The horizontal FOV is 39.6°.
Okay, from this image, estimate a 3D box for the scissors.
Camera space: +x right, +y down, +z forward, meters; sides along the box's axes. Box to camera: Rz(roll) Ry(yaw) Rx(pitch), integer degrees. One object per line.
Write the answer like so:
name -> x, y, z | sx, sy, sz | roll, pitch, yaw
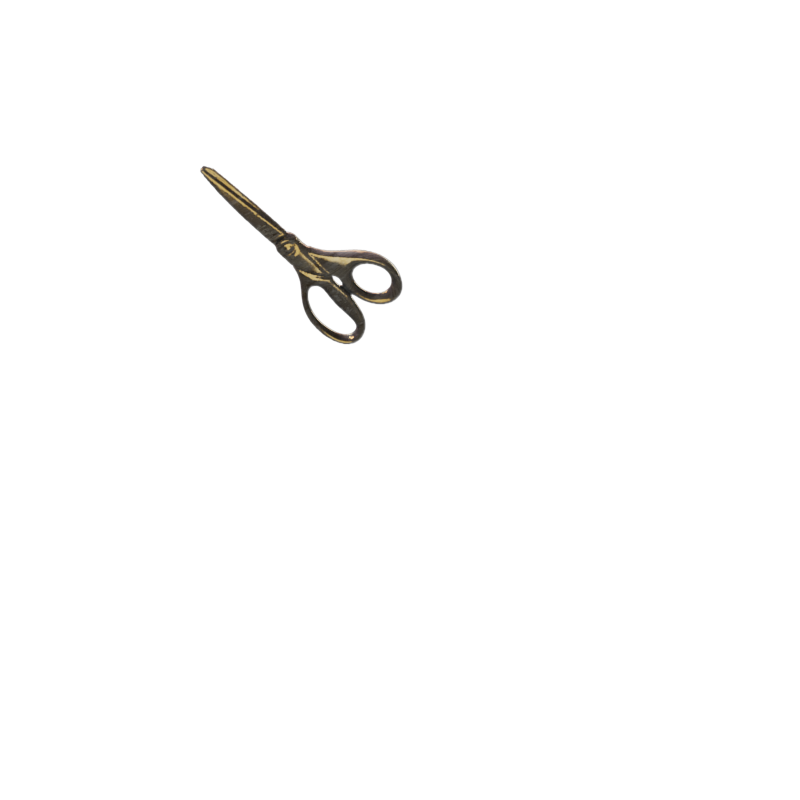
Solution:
scissors -> -0.071, -0.130, 0.909 | 0.096, 0.189, 0.017 | -25, 27, 14
